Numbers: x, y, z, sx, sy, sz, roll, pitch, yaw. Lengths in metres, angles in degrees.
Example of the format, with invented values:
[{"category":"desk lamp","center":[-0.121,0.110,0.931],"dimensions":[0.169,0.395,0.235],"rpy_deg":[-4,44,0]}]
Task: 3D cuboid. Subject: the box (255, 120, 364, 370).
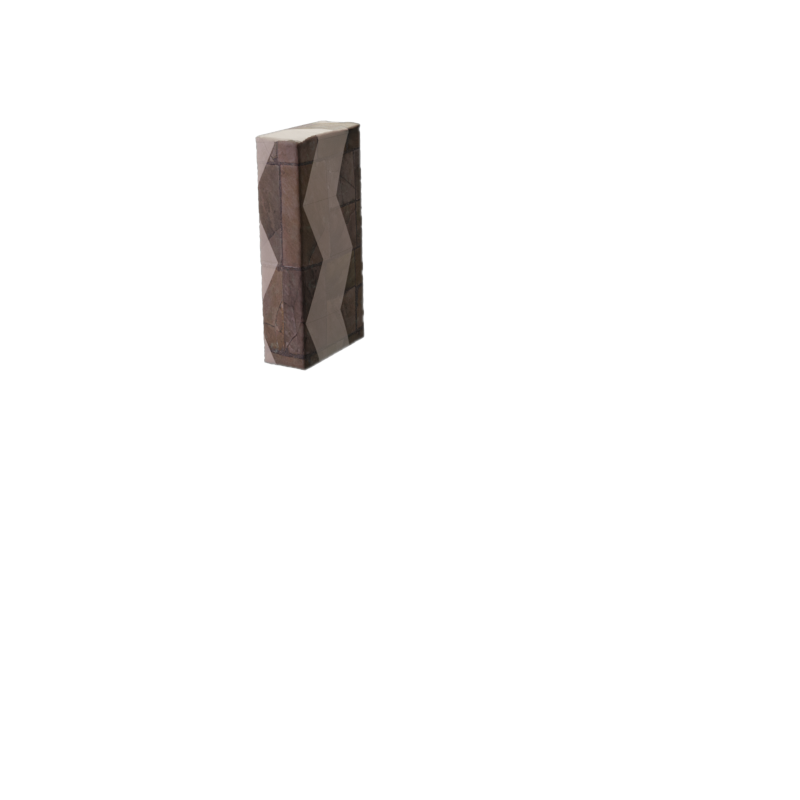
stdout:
[{"category":"box","center":[-0.067,-0.122,0.854],"dimensions":[0.050,0.170,0.093],"rpy_deg":[10,20,27]}]
